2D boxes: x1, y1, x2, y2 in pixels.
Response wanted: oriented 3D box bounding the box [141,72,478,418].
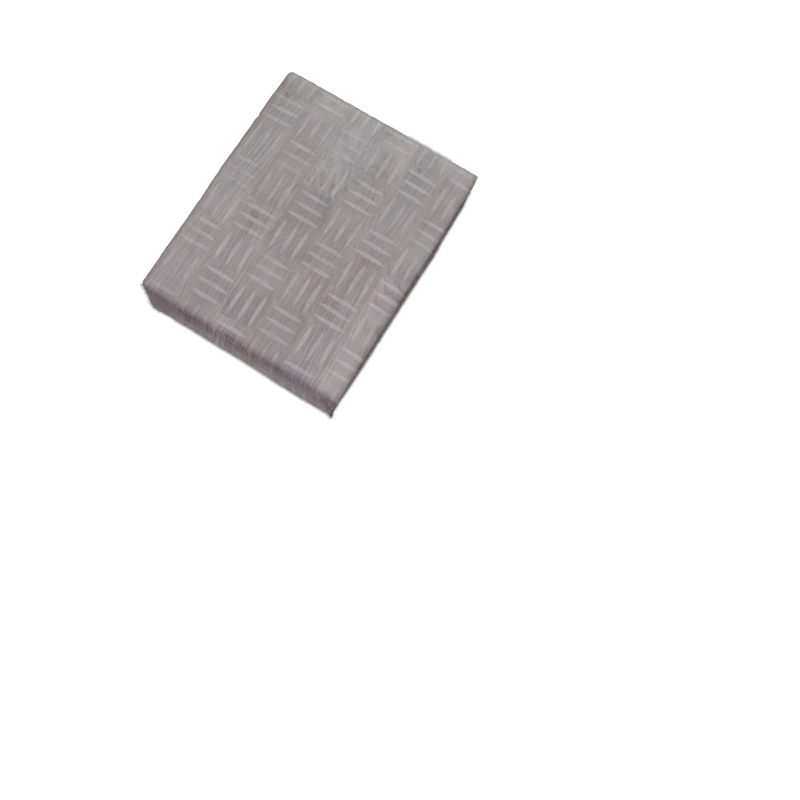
[{"bbox_3d":[-0.035,-0.064,0.449,0.092,0.116,0.037,30,-15,8],"label":"box"}]
